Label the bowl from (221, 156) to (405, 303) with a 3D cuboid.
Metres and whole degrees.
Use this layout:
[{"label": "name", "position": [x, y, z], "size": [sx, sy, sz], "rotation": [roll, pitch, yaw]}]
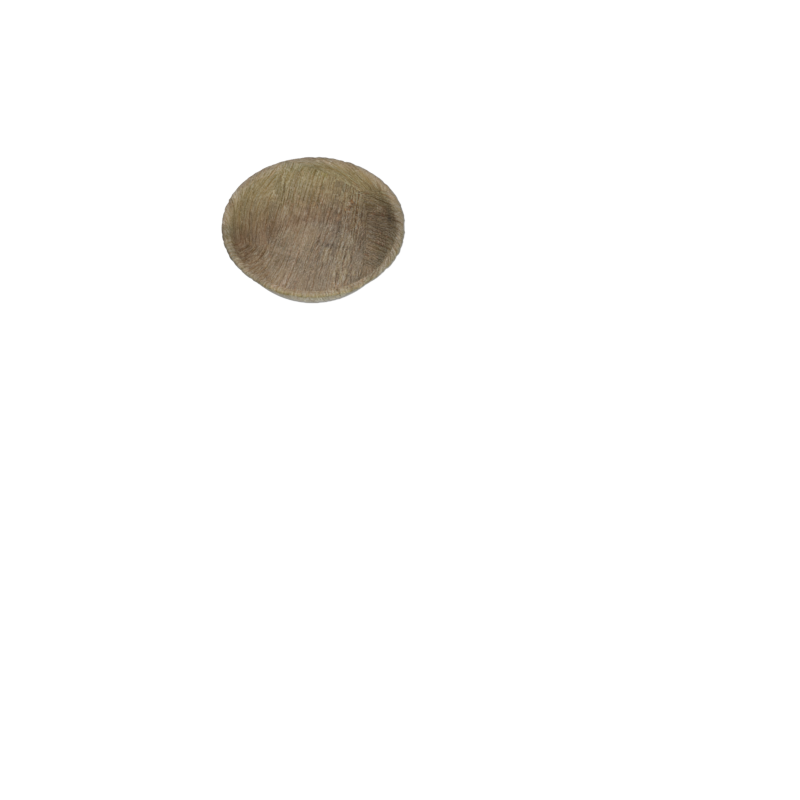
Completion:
[{"label": "bowl", "position": [-0.078, -0.141, 0.990], "size": [0.162, 0.174, 0.051], "rotation": [-1, -36, -1]}]
